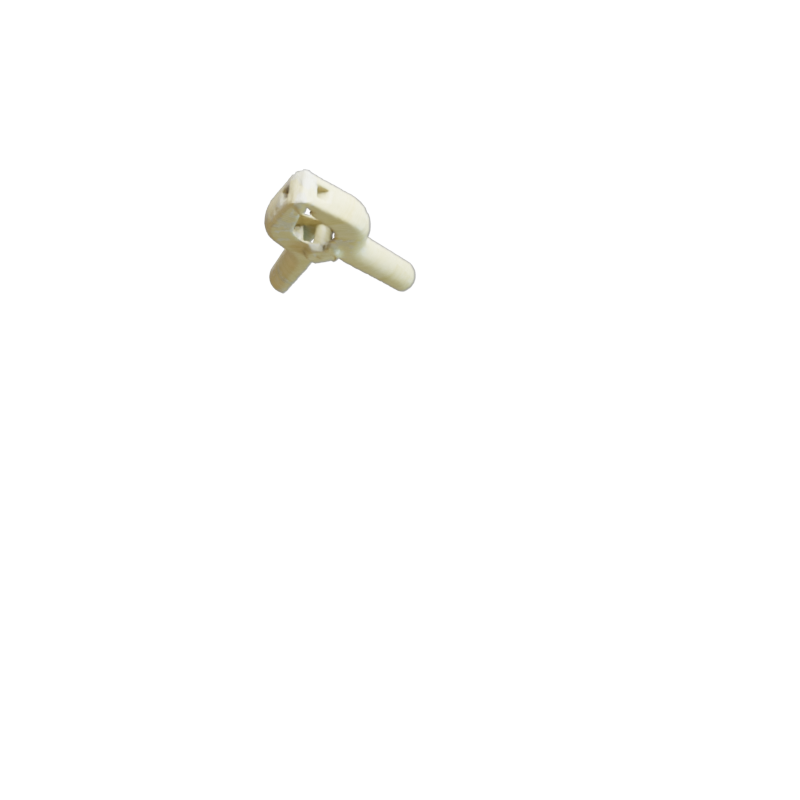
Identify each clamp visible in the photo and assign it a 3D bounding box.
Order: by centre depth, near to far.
[{"bbox_3d":[-0.067,-0.122,0.856,0.122,0.042,0.159,-8,-26,17],"label":"clamp"}]
